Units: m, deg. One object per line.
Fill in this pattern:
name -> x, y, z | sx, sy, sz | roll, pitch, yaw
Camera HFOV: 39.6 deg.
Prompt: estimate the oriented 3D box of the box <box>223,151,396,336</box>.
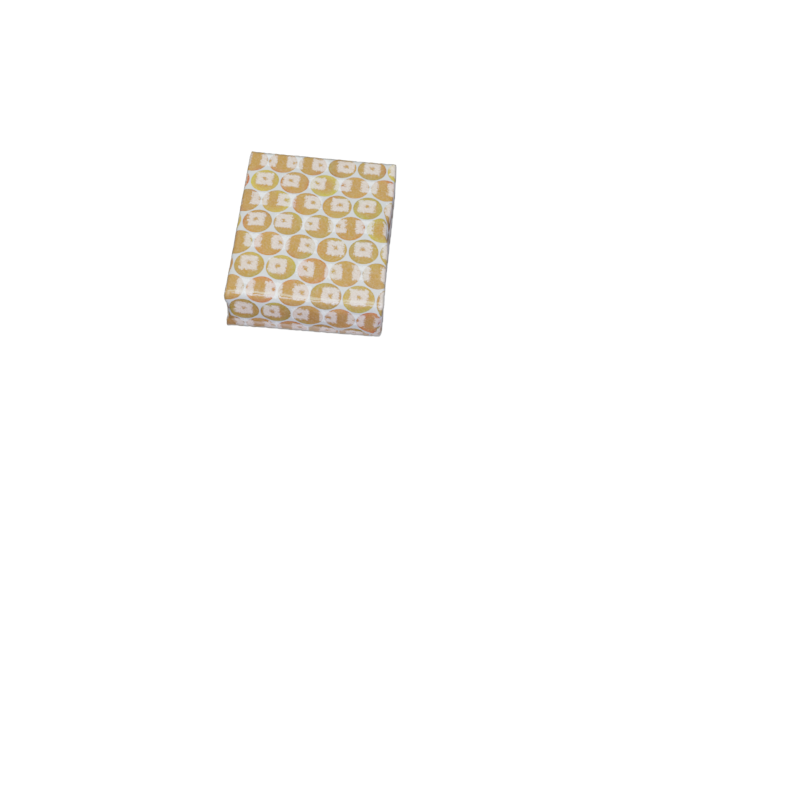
box -> -0.041, -0.075, 0.528 | 0.073, 0.095, 0.028 | 5, -35, 3
